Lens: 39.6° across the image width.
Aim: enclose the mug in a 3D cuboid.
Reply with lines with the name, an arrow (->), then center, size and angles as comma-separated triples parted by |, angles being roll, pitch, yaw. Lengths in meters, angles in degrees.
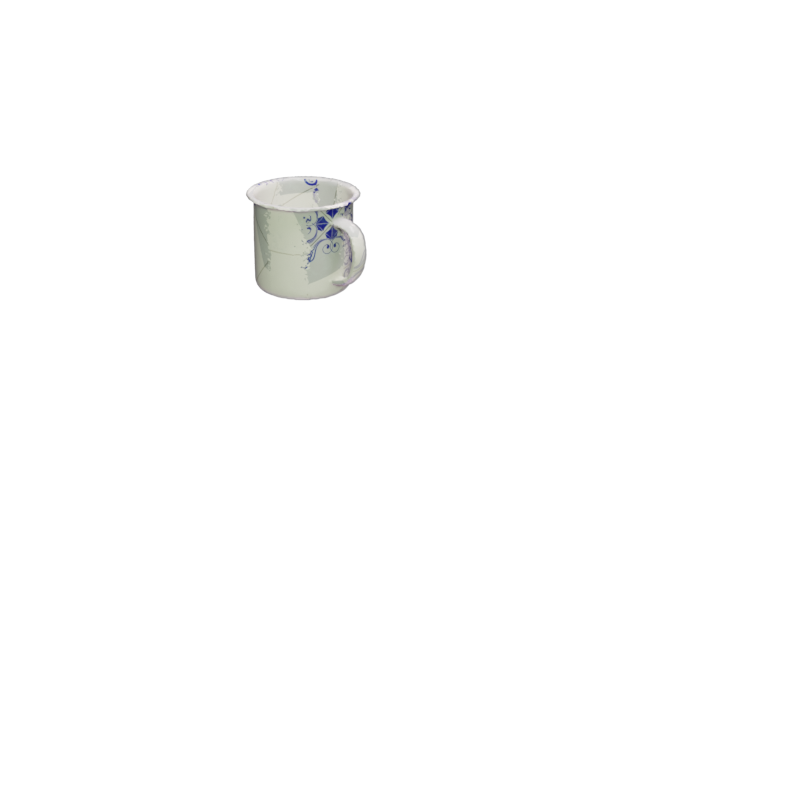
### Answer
mug -> -0.071, -0.130, 0.910 | 0.124, 0.078, 0.092 | 23, 32, 39
